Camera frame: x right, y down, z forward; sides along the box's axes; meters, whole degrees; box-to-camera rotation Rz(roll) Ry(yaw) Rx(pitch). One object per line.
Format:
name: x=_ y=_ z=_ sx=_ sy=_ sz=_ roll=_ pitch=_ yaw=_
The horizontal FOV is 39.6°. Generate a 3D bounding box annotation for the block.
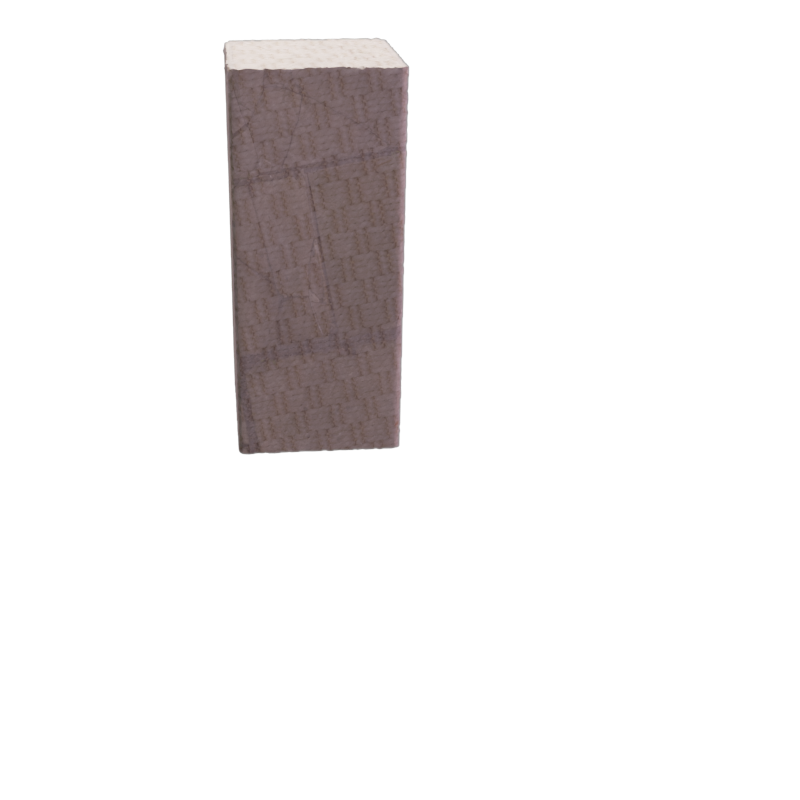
block: x=-0.048 y=-0.086 z=0.600 sx=0.089 sy=0.197 sz=0.096 roll=-1 pitch=22 yaw=-7
